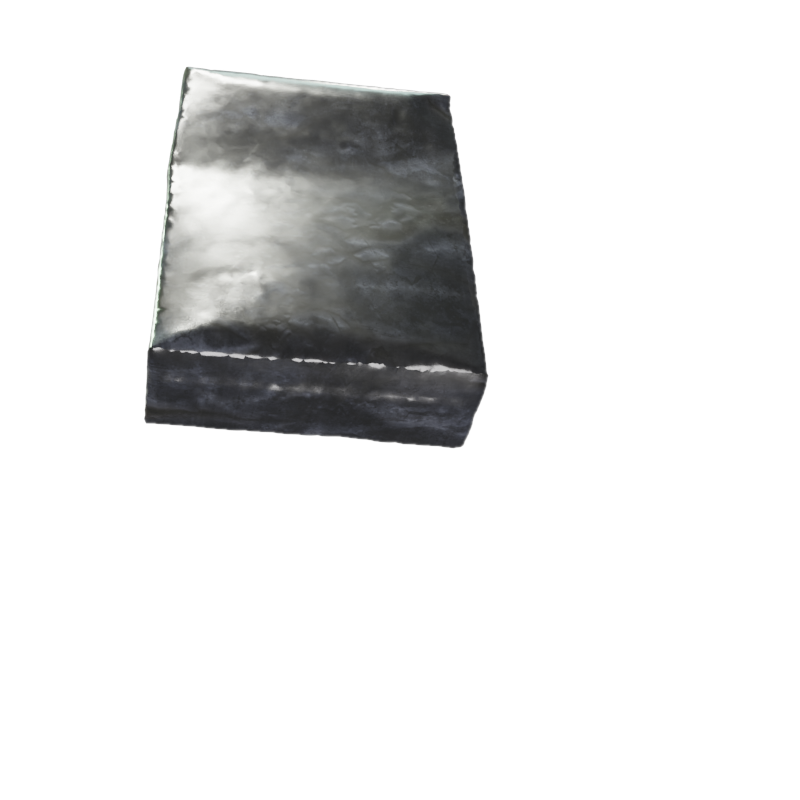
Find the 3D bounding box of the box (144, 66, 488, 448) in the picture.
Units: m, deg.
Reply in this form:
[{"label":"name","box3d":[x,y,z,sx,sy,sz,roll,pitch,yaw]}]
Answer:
[{"label":"box","box3d":[-0.047,-0.086,0.604,0.162,0.229,0.068,4,-40,-8]}]
